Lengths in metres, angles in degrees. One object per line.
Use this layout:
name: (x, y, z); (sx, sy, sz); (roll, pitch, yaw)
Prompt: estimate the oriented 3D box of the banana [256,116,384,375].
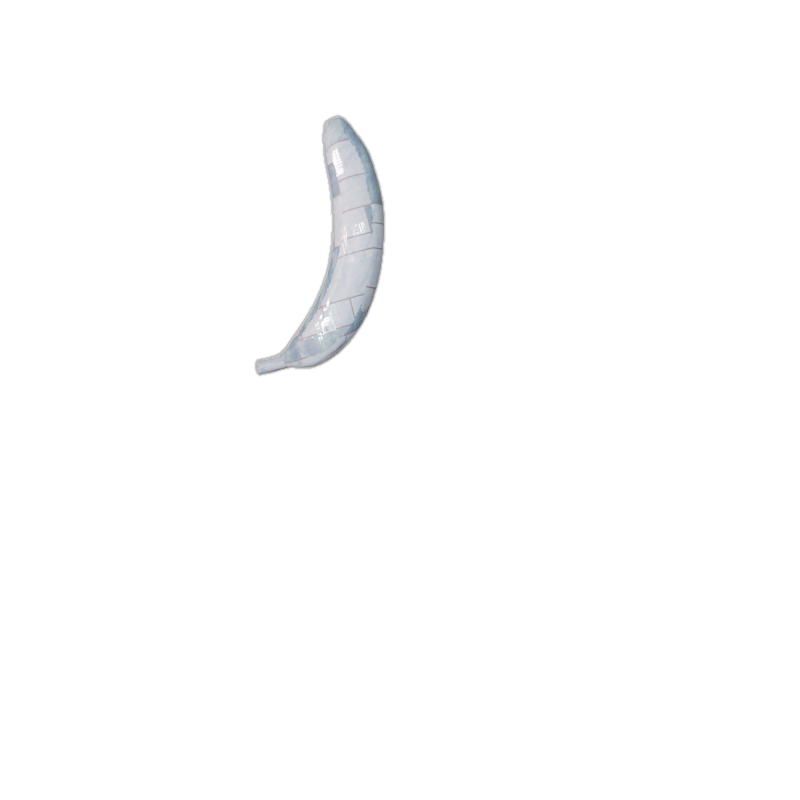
banana: (-0.046, -0.106, 0.802); (0.070, 0.201, 0.036); (16, -7, 1)
